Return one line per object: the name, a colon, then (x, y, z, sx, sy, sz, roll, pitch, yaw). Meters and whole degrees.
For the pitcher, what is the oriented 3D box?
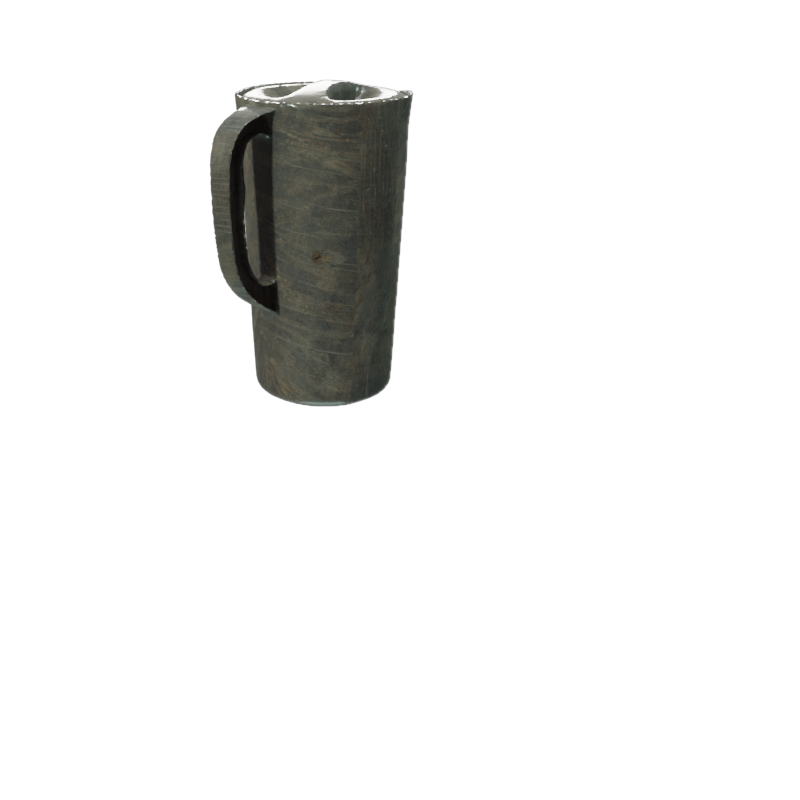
pitcher: (-0.067, -0.122, 0.852, 0.148, 0.234, 0.151, 0, 17, -4)
